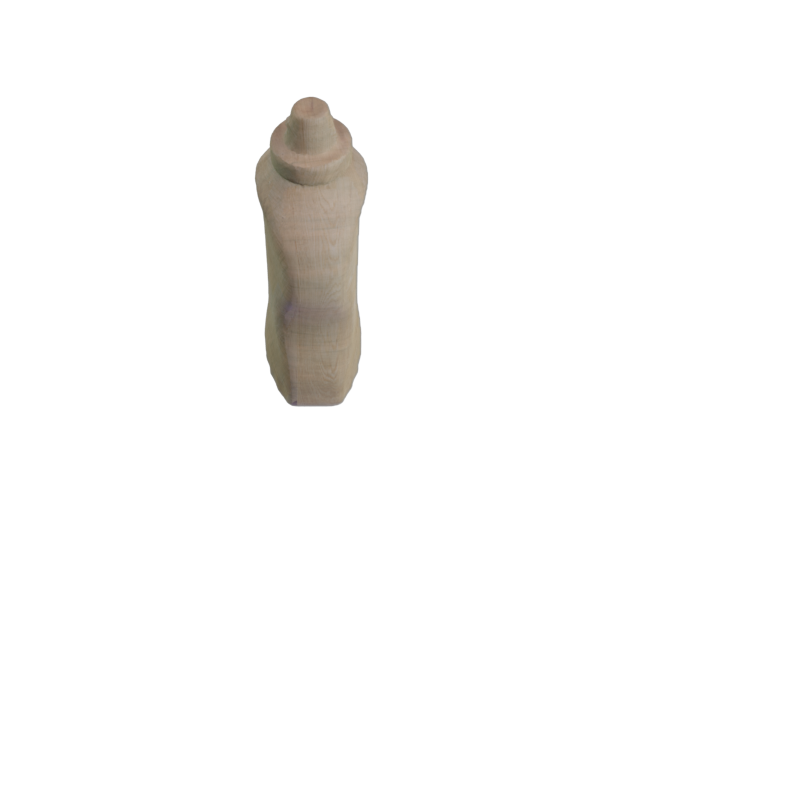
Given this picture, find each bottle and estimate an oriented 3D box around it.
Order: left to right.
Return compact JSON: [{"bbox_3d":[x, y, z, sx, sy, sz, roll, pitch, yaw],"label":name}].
[{"bbox_3d":[-0.048,-0.086,0.601,0.058,0.103,0.179,1,-38,-4],"label":"bottle"}]
